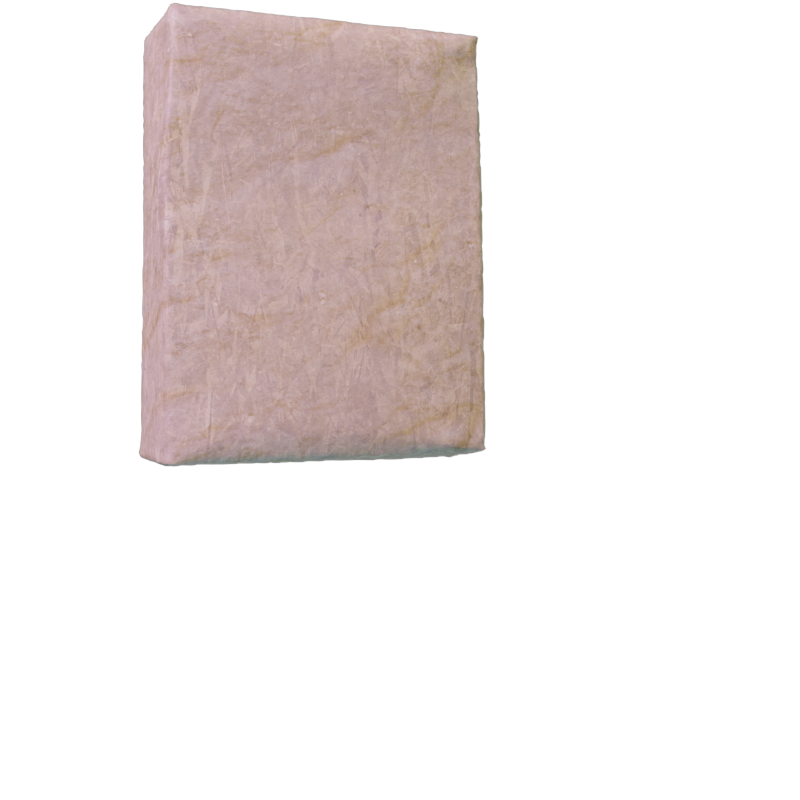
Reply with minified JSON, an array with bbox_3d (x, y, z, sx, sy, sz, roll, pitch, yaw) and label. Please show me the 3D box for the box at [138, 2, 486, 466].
[{"bbox_3d":[-0.043,-0.079,0.551,0.160,0.217,0.073,1,-6,-20],"label":"box"}]
